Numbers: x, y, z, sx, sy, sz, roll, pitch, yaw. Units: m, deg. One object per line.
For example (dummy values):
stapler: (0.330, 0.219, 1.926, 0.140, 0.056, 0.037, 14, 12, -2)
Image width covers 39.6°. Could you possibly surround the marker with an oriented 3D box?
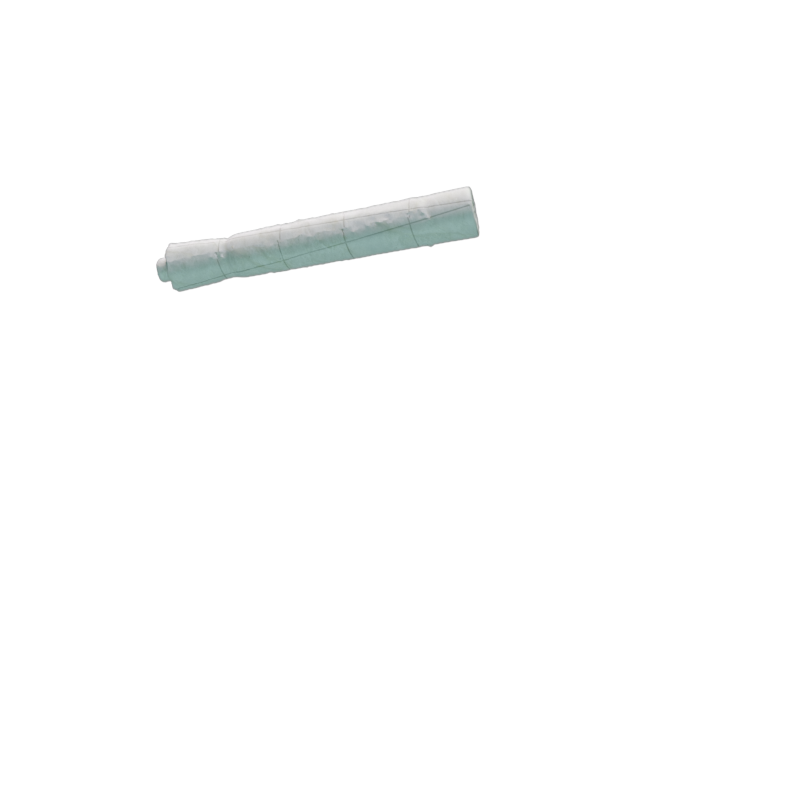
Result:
marker: (-0.032, -0.059, 0.410, 0.122, 0.020, 0.020, -9, 2, 11)
